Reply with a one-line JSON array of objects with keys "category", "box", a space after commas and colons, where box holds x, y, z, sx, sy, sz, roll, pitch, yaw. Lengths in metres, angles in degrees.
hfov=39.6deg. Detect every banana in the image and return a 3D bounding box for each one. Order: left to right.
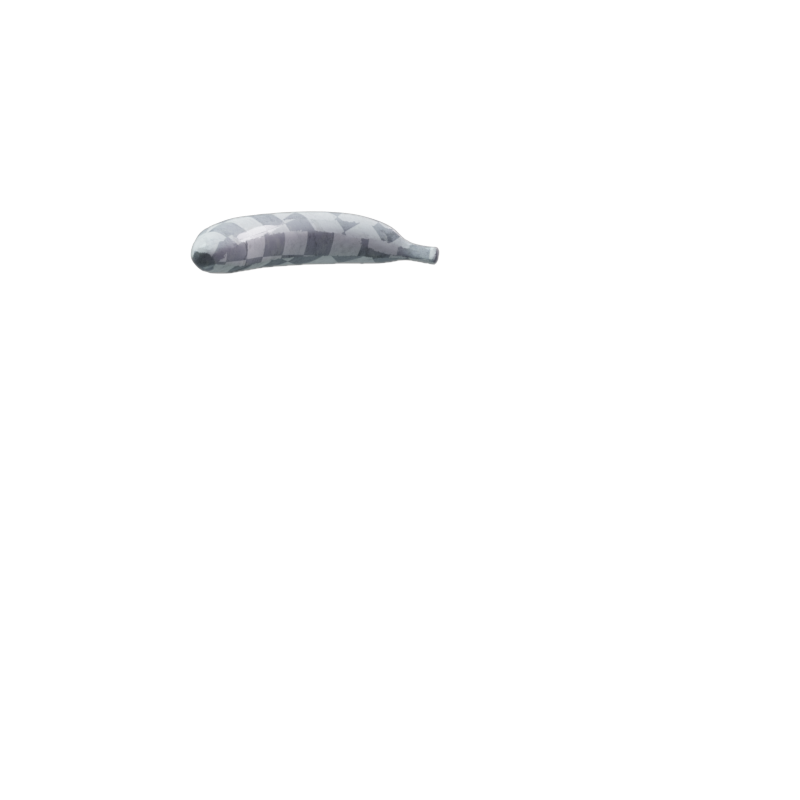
[{"category": "banana", "box": [-0.065, -0.104, 0.720, 0.191, 0.036, 0.073, -9, 13, -41]}]
